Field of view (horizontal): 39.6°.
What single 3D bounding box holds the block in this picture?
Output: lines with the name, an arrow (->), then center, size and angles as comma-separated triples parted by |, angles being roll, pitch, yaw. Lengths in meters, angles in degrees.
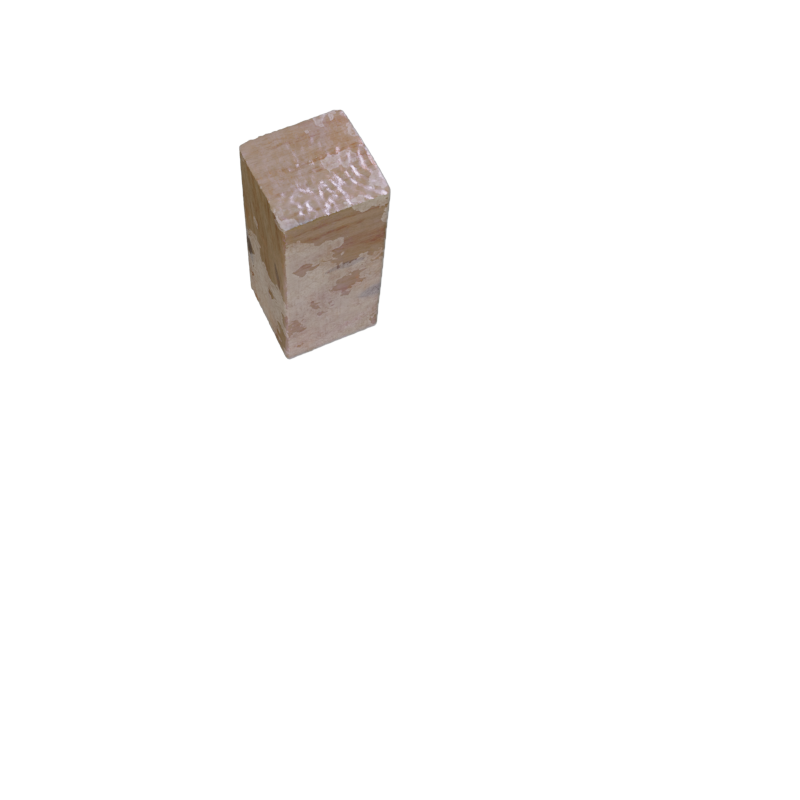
block -> -0.072, -0.131, 0.915 | 0.090, 0.096, 0.194 | -22, -24, -14
